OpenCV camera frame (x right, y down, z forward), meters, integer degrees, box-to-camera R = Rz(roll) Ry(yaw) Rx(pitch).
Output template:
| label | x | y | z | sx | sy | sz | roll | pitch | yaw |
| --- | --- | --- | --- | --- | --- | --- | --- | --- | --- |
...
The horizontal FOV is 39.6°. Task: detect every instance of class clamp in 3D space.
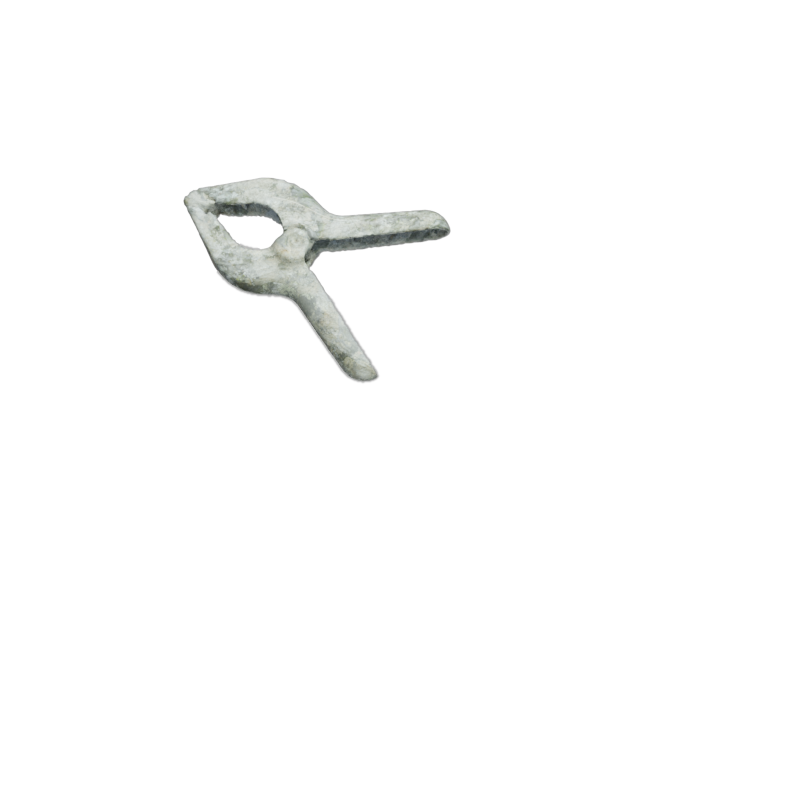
| label | x | y | z | sx | sy | sz | roll | pitch | yaw |
| --- | --- | --- | --- | --- | --- | --- | --- | --- | --- |
| clamp | -0.056 | -0.103 | 0.721 | 0.177 | 0.122 | 0.037 | 34 | -19 | 13 |
